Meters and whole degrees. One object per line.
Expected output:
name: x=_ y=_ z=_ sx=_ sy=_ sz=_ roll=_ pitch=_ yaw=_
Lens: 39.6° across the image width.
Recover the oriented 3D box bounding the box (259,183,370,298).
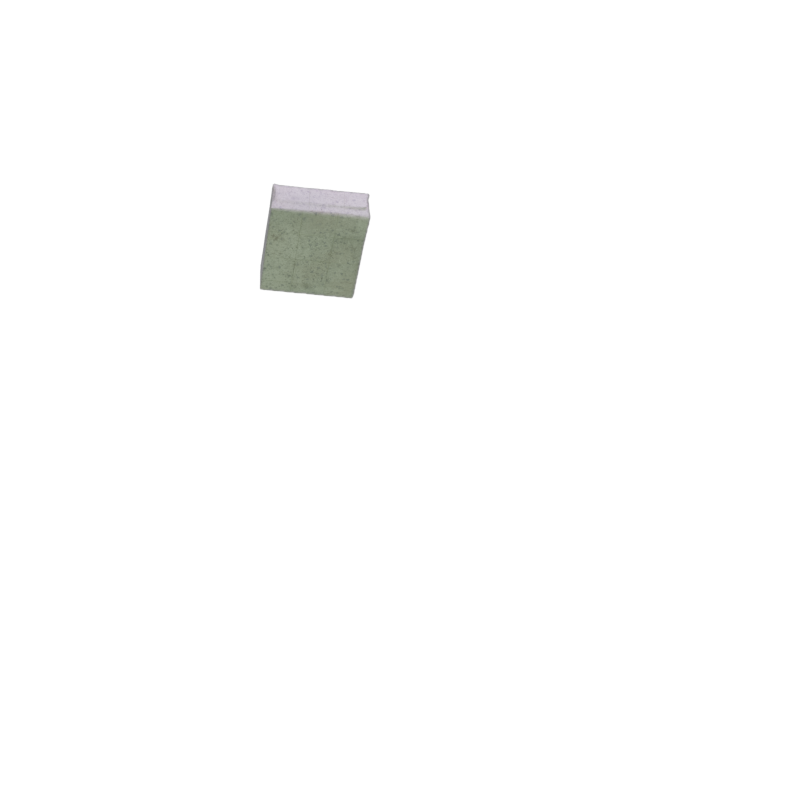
box: x=-0.065 y=-0.119 z=0.832 sx=0.072 sy=0.032 sz=0.084 roll=6 pitch=-43 yaw=-7
